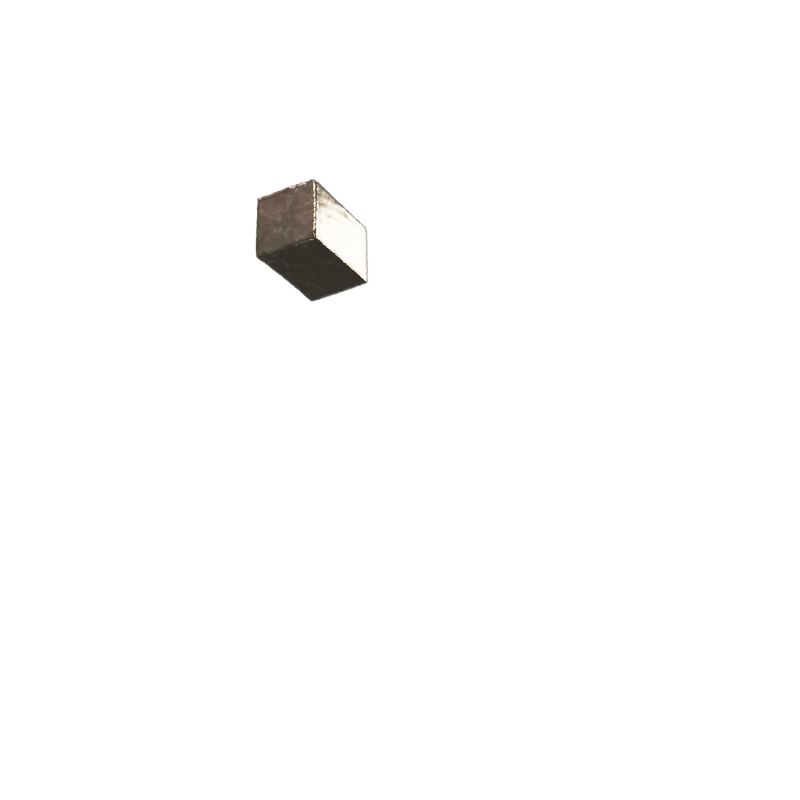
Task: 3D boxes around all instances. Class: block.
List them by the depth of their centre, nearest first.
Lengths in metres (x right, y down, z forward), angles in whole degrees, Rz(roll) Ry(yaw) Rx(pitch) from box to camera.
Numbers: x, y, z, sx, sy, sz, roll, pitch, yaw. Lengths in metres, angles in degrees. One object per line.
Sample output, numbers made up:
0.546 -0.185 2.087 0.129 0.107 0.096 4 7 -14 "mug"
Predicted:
-0.064 -0.117 0.821 0.053 0.055 0.072 -16 -32 25 "block"
